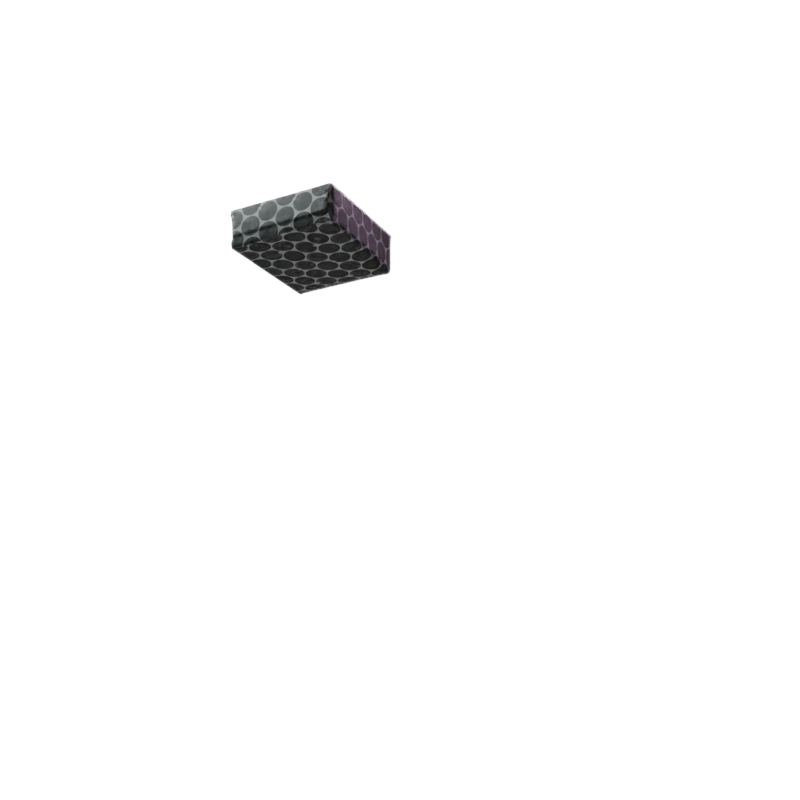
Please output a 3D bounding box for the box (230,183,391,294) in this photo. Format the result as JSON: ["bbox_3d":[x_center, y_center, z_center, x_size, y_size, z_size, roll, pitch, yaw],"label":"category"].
[{"bbox_3d":[-0.069,-0.127,0.888,0.091,0.041,0.106,-10,-23,24],"label":"box"}]
